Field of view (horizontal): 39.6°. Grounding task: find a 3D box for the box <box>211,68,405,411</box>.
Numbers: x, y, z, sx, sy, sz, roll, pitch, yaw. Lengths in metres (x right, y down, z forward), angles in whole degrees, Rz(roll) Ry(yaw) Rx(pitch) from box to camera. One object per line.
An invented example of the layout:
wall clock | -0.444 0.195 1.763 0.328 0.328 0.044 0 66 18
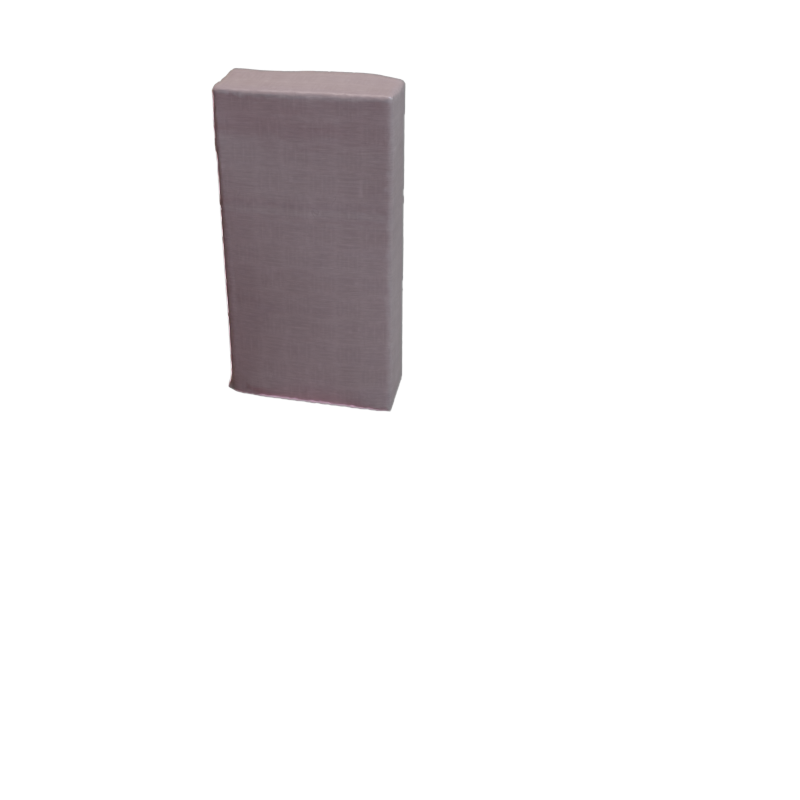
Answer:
box | -0.045 -0.083 0.582 0.095 0.167 0.050 7 25 11
